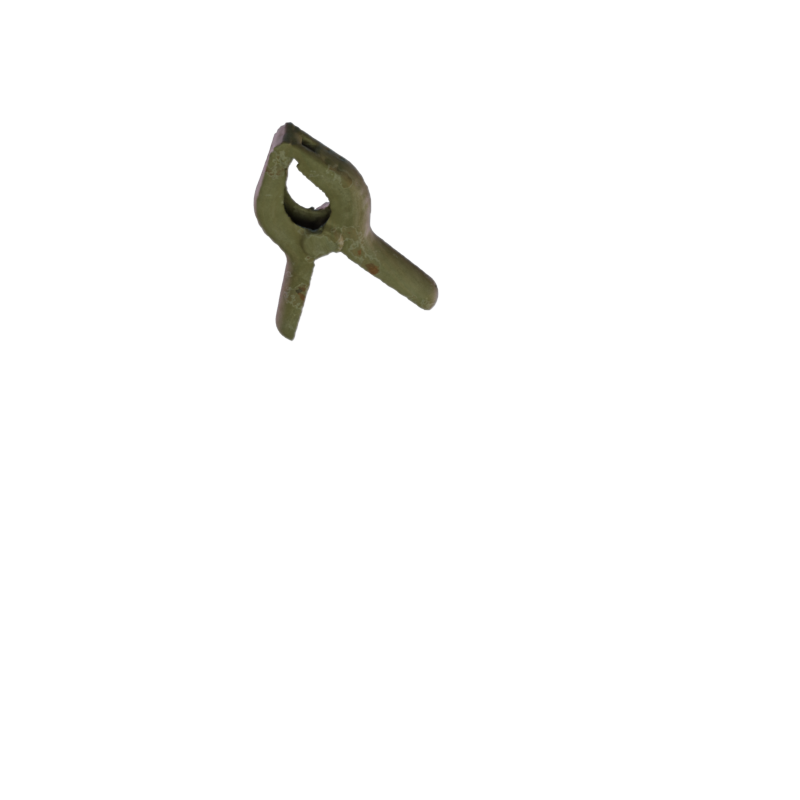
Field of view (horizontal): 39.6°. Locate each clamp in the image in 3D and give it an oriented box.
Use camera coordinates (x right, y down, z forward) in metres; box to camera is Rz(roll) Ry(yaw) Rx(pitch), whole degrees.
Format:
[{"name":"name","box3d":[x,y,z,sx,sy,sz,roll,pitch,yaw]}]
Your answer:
[{"name":"clamp","box3d":[-0.060,-0.109,0.767,0.120,0.160,0.042,-23,31,15]}]
